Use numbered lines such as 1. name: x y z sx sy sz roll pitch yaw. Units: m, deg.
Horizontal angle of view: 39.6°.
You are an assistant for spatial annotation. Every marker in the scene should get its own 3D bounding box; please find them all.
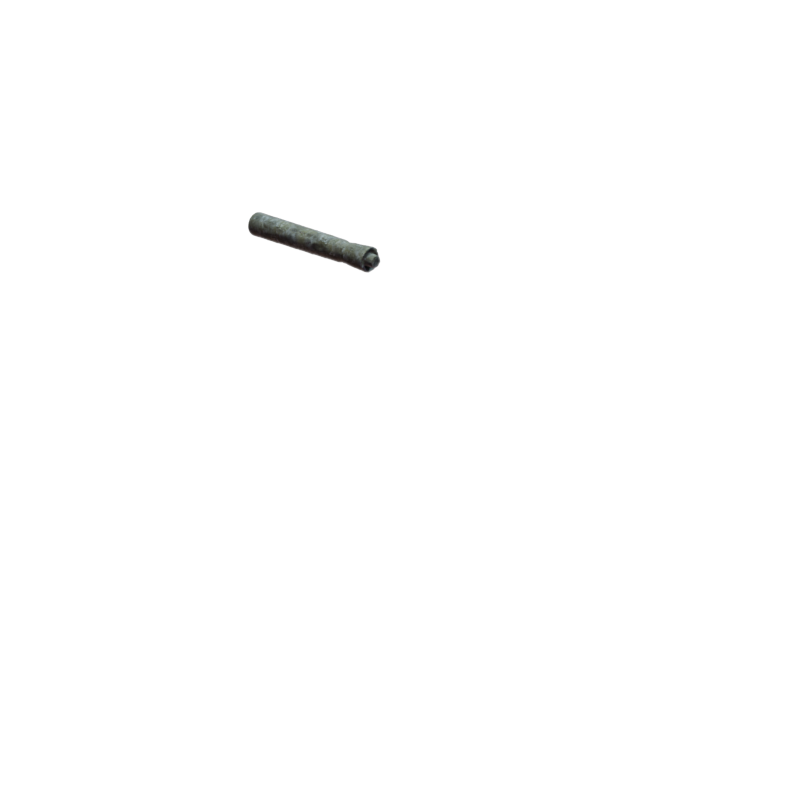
1. marker: -0.064 -0.116 0.814 0.128 0.019 0.019 23 17 38
